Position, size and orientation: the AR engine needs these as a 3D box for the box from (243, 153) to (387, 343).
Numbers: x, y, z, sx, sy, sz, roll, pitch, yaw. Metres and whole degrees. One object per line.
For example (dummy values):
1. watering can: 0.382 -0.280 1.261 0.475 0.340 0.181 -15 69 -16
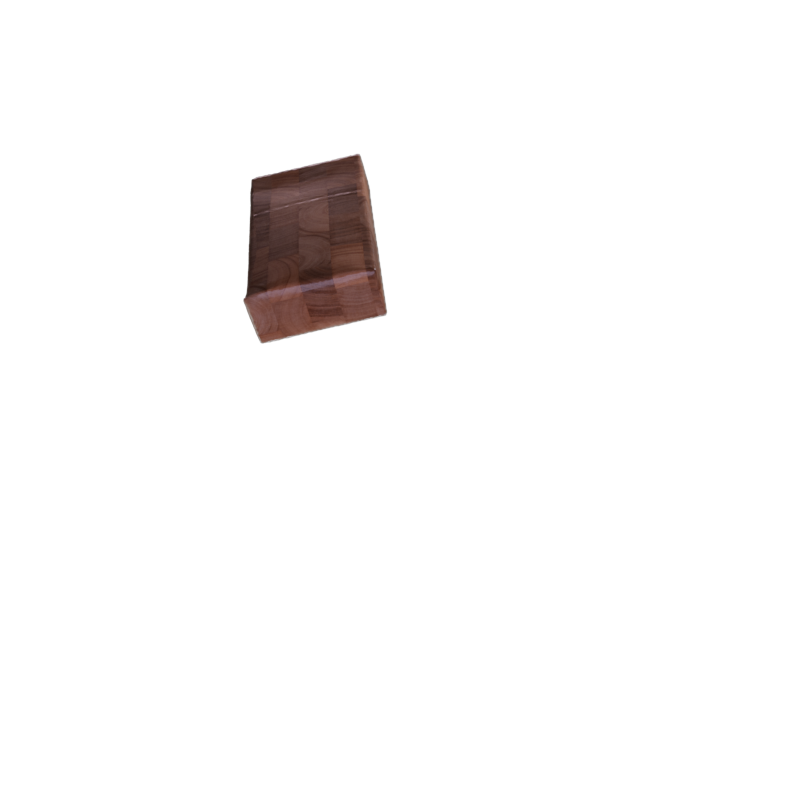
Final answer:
1. box: -0.064 -0.117 0.819 0.094 0.045 0.188 -13 34 5
